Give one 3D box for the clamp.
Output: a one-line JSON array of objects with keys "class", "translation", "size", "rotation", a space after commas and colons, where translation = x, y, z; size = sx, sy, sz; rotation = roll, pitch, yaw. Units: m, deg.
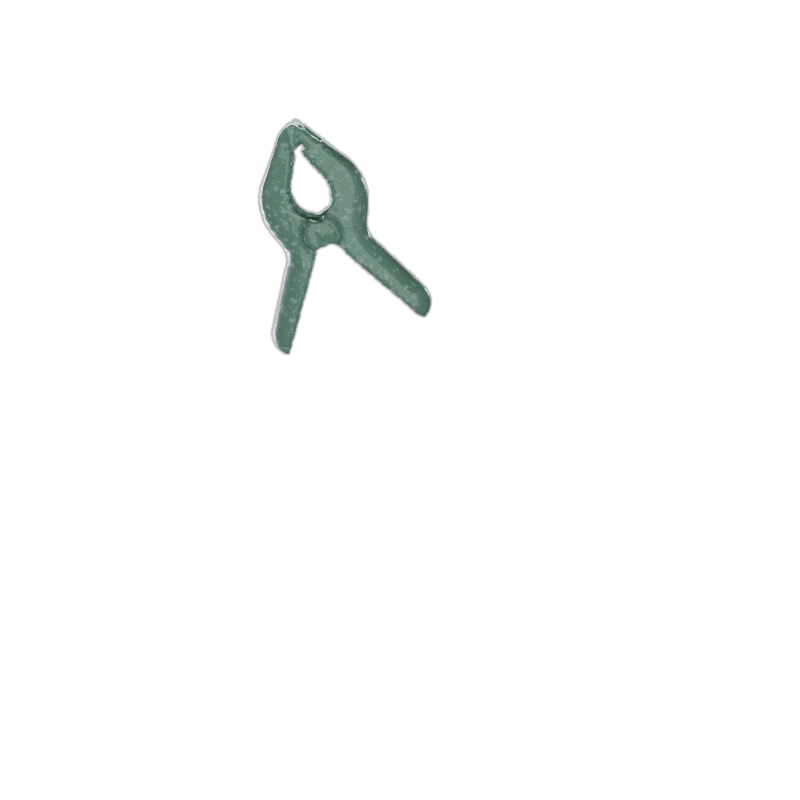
[{"class": "clamp", "translation": [-0.064, -0.116, 0.812], "size": [0.120, 0.168, 0.040], "rotation": [-25, 8, 4]}]
